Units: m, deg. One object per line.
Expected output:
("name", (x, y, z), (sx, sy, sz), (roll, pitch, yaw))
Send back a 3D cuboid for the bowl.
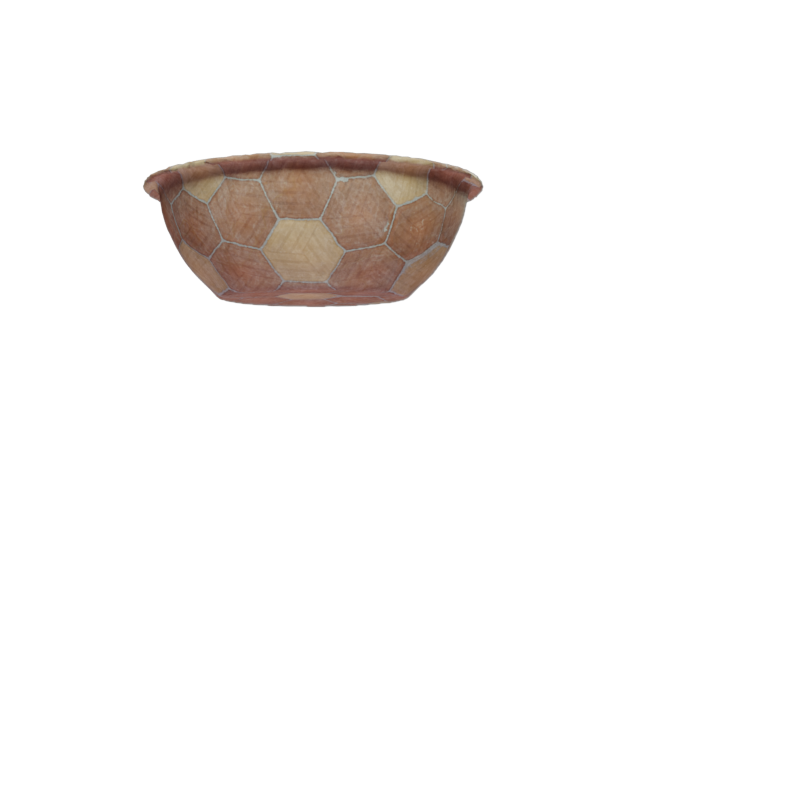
("bowl", (-0.041, -0.075, 0.529), (0.162, 0.056, 0.160), (0, -1, -2))
